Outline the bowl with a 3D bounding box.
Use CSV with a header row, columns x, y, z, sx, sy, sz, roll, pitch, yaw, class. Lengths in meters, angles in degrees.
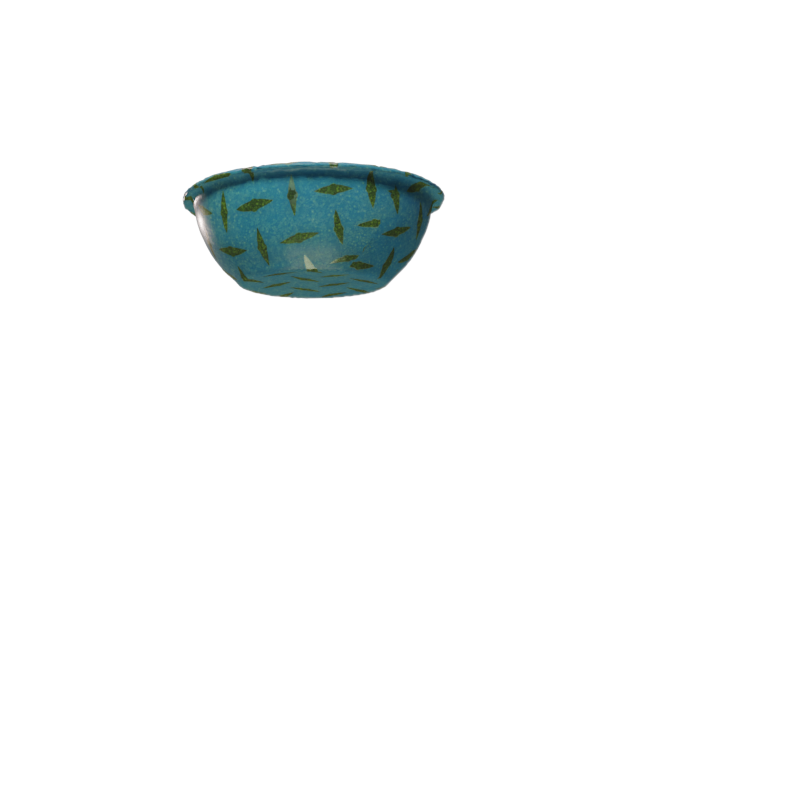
x,y,z,sx,sy,sz,roll,pitch,yaw,class
-0.053,-0.097,0.681,0.162,0.056,0.159,0,-6,-2,bowl
